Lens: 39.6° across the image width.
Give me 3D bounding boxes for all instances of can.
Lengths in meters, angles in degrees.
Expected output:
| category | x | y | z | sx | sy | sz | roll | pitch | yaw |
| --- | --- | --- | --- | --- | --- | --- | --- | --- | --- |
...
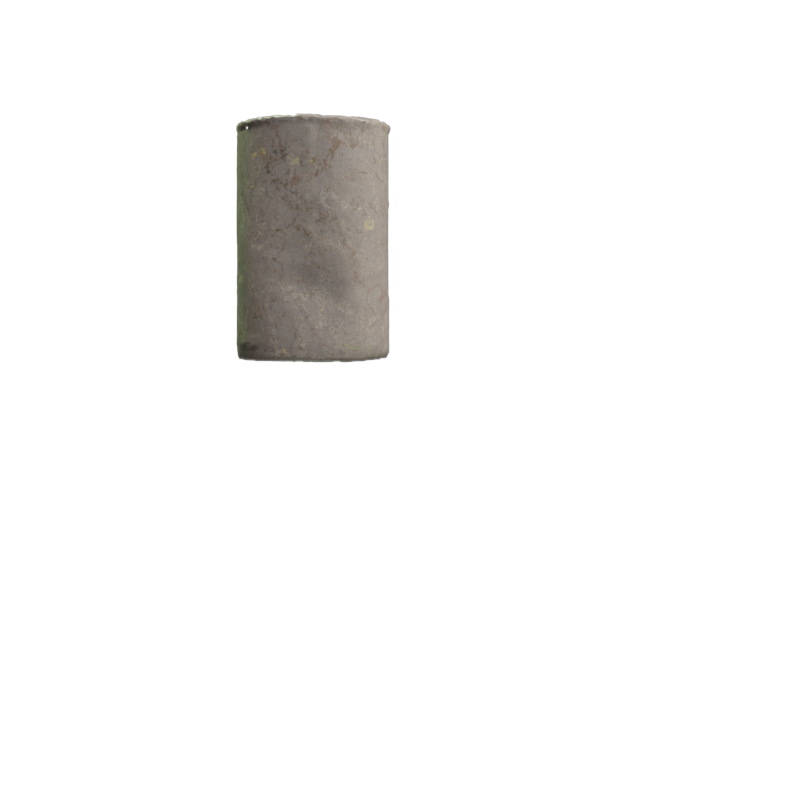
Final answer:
| category | x | y | z | sx | sy | sz | roll | pitch | yaw |
| --- | --- | --- | --- | --- | --- | --- | --- | --- | --- |
| can | -0.038 | -0.069 | 0.485 | 0.068 | 0.103 | 0.068 | 0 | -1 | -2 |
